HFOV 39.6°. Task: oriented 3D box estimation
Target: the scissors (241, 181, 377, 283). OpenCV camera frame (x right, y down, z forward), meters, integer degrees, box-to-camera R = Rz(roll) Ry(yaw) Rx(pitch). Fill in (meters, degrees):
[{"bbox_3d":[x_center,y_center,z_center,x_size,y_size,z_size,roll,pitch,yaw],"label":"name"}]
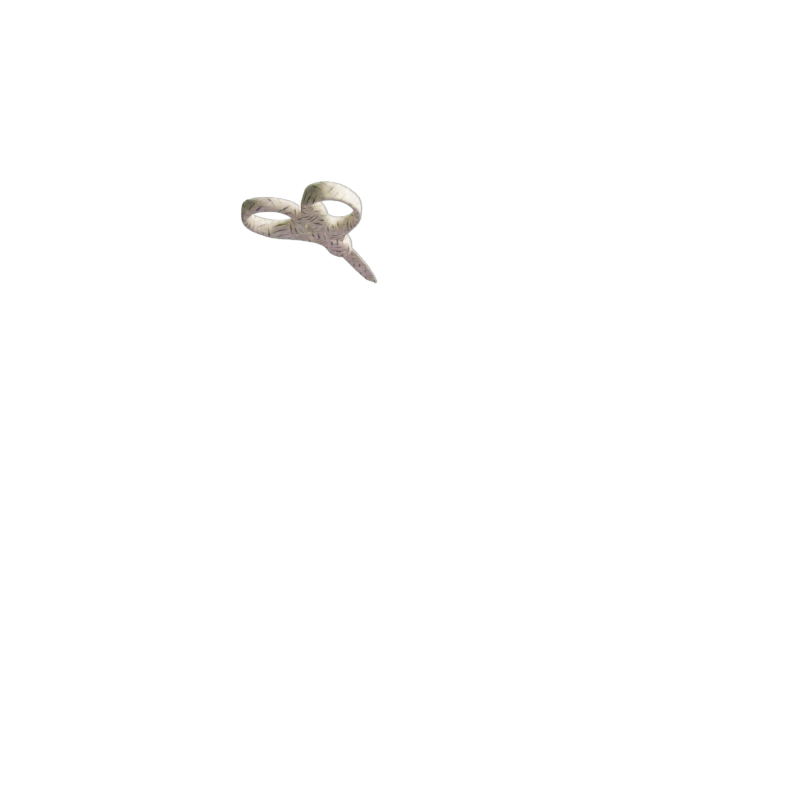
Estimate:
[{"bbox_3d":[-0.067,-0.121,0.850,0.096,0.016,0.193,0,-13,0],"label":"scissors"}]
